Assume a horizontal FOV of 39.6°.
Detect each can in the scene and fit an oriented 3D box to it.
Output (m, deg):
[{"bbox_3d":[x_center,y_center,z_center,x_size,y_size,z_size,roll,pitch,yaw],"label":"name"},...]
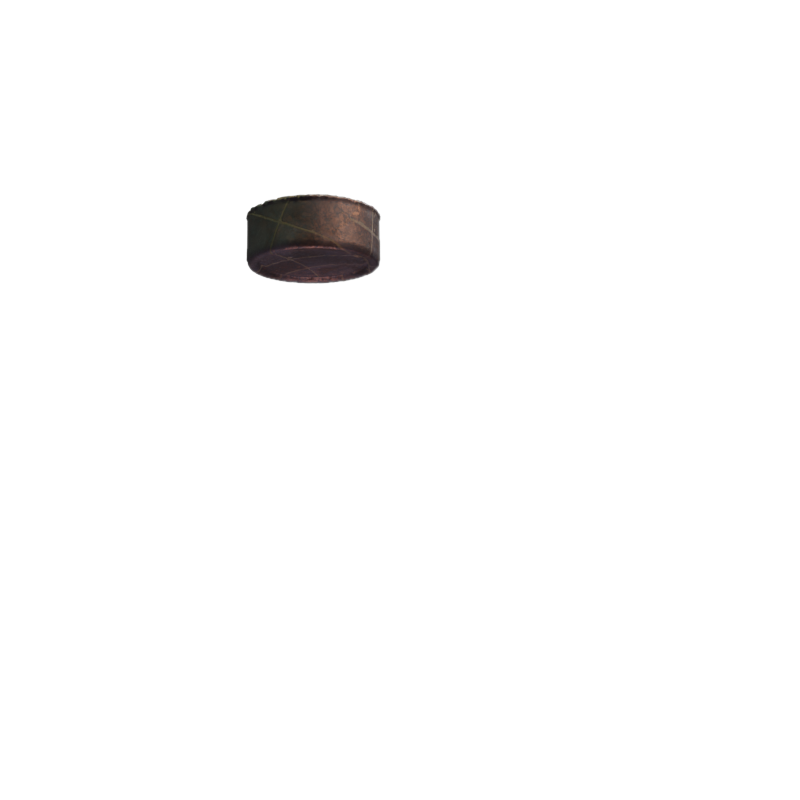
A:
[{"bbox_3d":[-0.055,-0.101,0.705,0.086,0.035,0.083,0,-11,-2],"label":"can"}]
